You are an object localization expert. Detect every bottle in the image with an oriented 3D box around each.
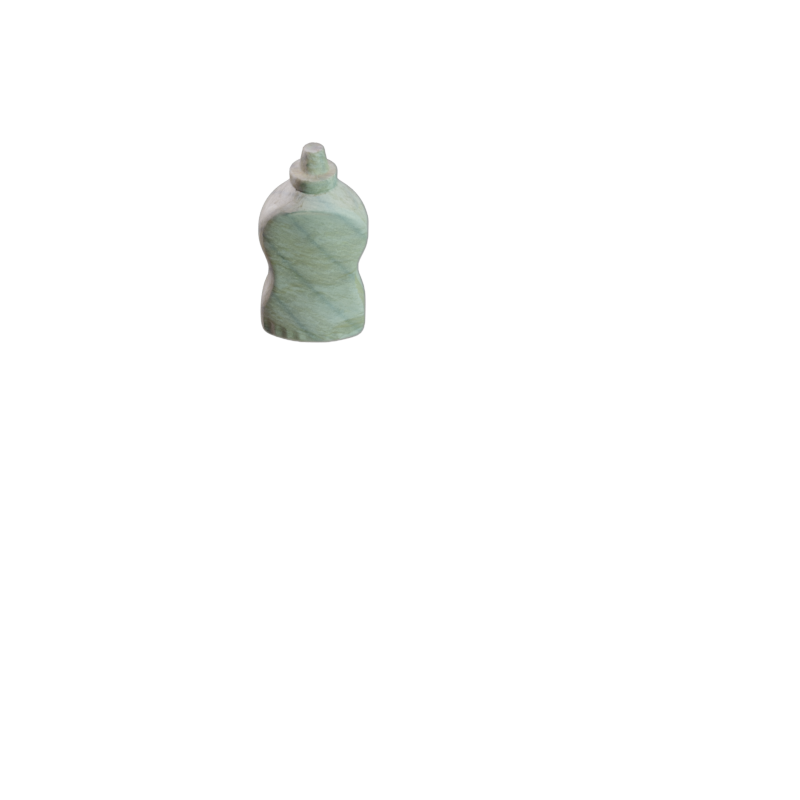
[{"bbox_3d":[-0.076,-0.139,0.973,0.096,0.179,0.062,3,39,1],"label":"bottle"}]
